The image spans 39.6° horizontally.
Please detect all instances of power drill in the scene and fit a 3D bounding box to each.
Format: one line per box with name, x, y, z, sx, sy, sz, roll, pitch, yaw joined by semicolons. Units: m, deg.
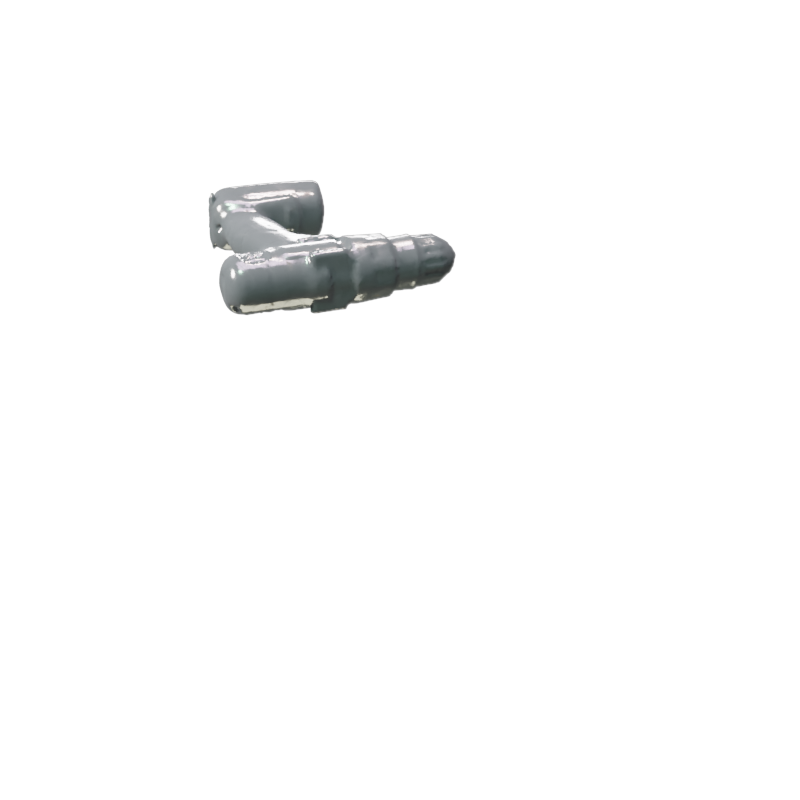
power drill;-0.071;-0.129;0.902;0.181;0.055;0.200;-8;26;-18
